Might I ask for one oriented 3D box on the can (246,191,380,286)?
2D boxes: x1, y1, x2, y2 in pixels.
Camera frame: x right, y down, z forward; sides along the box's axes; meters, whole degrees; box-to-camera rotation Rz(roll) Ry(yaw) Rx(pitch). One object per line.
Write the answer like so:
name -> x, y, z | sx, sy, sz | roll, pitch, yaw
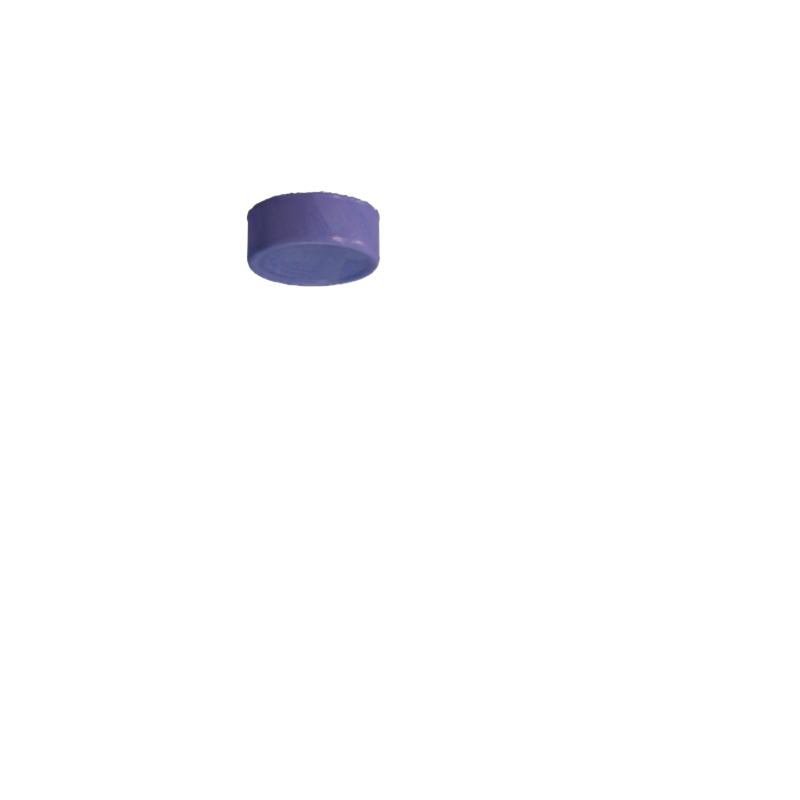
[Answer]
can -> -0.055, -0.101, 0.707 | 0.086, 0.035, 0.082 | 0, -15, -2
